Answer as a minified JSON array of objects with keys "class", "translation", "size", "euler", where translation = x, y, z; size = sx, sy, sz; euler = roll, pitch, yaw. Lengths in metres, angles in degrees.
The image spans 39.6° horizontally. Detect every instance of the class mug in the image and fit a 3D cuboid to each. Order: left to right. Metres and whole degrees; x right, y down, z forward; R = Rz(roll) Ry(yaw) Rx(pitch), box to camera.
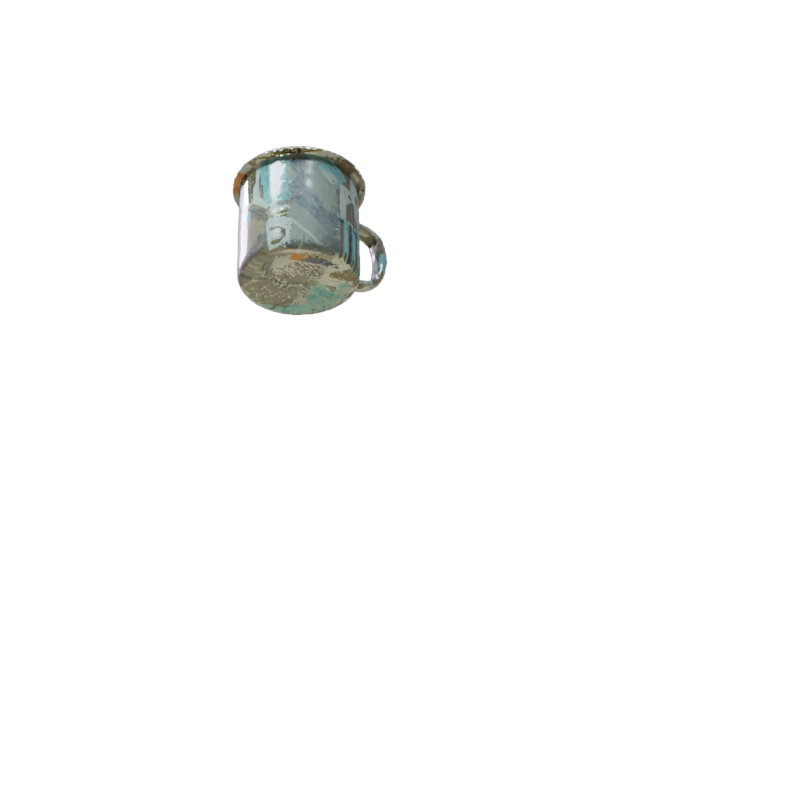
[{"class":"mug","translation":[-0.059,-0.108,0.756],"size":[0.111,0.087,0.092],"euler":[21,-39,-31]}]
